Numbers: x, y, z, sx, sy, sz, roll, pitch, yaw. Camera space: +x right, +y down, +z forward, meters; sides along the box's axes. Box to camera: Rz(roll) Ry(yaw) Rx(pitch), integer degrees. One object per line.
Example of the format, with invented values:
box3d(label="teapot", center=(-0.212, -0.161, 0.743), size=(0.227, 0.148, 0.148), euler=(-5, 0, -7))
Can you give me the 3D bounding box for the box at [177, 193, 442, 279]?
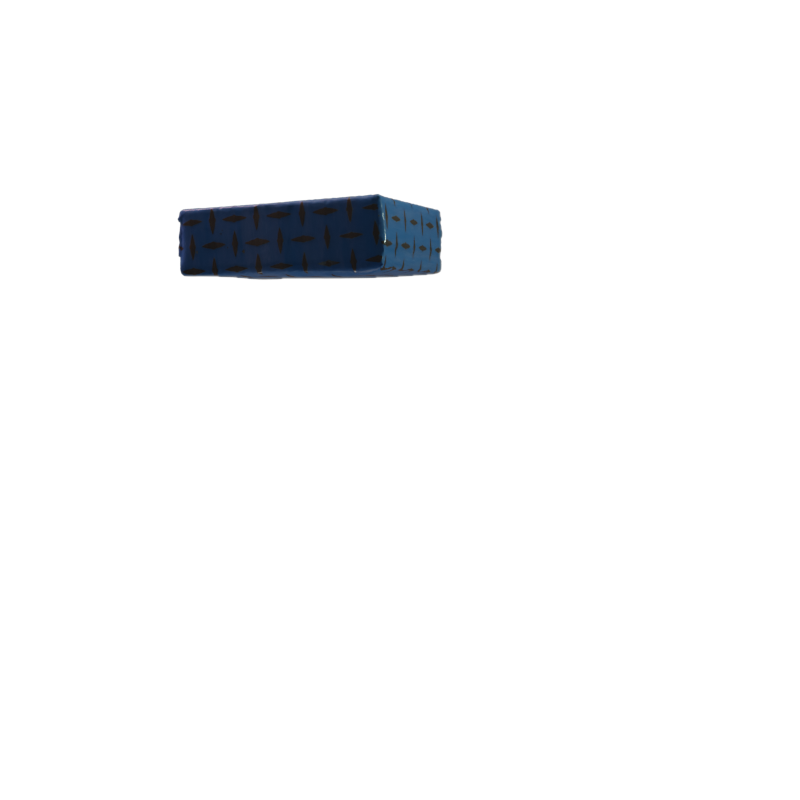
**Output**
box3d(label="box", center=(-0.045, -0.082, 0.577), size=(0.117, 0.039, 0.087), euler=(2, 5, 23))
